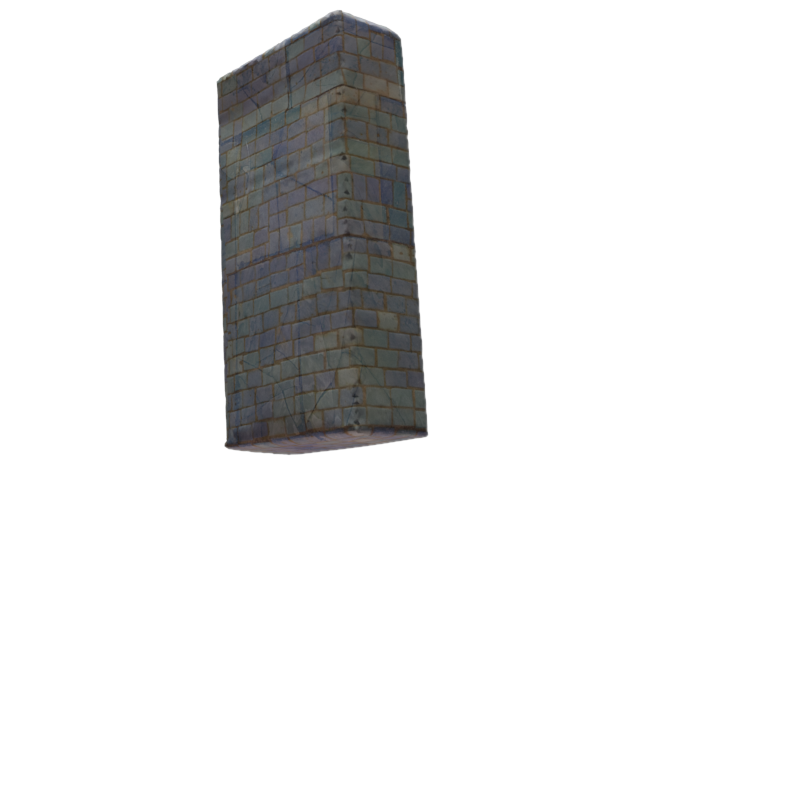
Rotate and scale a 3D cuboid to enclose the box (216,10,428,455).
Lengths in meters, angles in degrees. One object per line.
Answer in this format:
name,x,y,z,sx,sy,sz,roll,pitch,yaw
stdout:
box,-0.037,-0.069,0.482,0.046,0.183,0.095,12,-19,-40
